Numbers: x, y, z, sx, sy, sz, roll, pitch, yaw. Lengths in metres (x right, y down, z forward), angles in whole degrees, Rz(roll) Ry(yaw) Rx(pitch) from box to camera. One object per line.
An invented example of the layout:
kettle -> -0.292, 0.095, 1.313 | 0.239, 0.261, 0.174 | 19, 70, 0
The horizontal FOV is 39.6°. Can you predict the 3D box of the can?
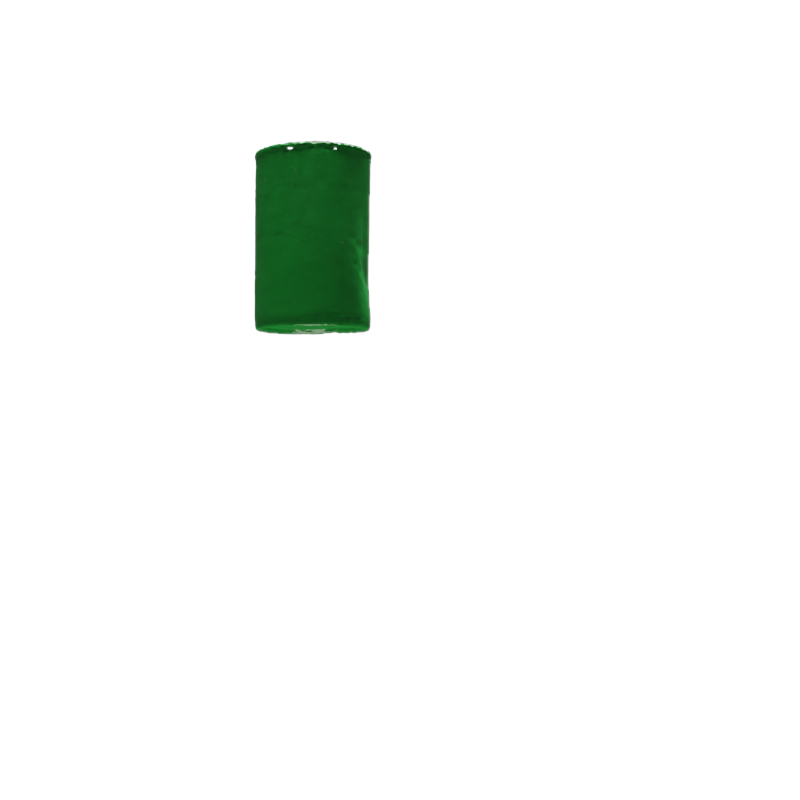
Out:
can -> -0.050, -0.091, 0.636 | 0.068, 0.104, 0.067 | 0, -7, -2
